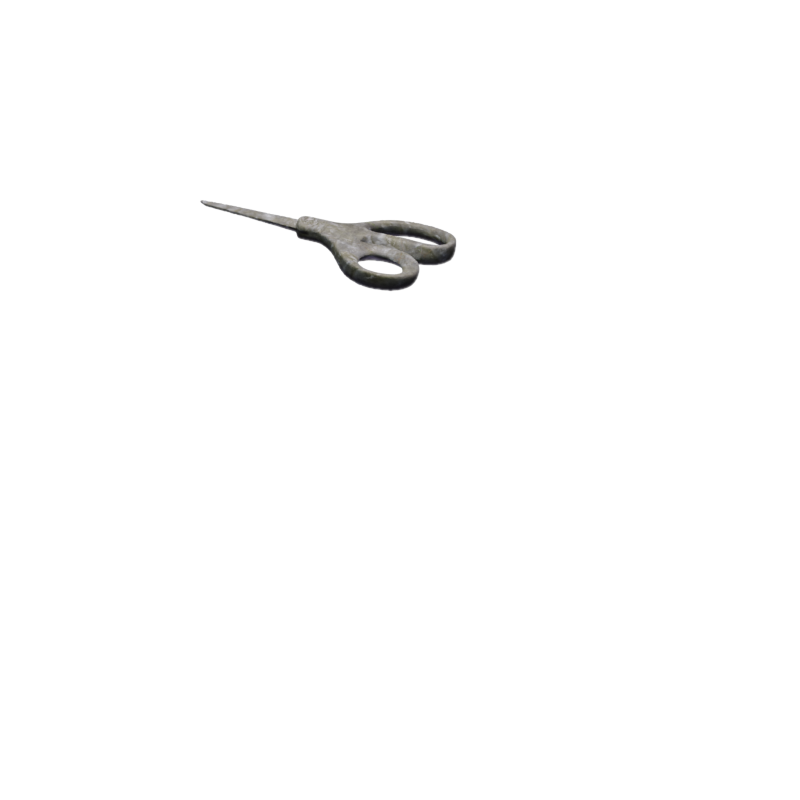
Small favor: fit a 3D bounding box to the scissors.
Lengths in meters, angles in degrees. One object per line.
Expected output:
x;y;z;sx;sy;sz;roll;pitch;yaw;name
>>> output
-0.063;-0.114;0.798;0.205;0.015;0.100;7;33;11;scissors
